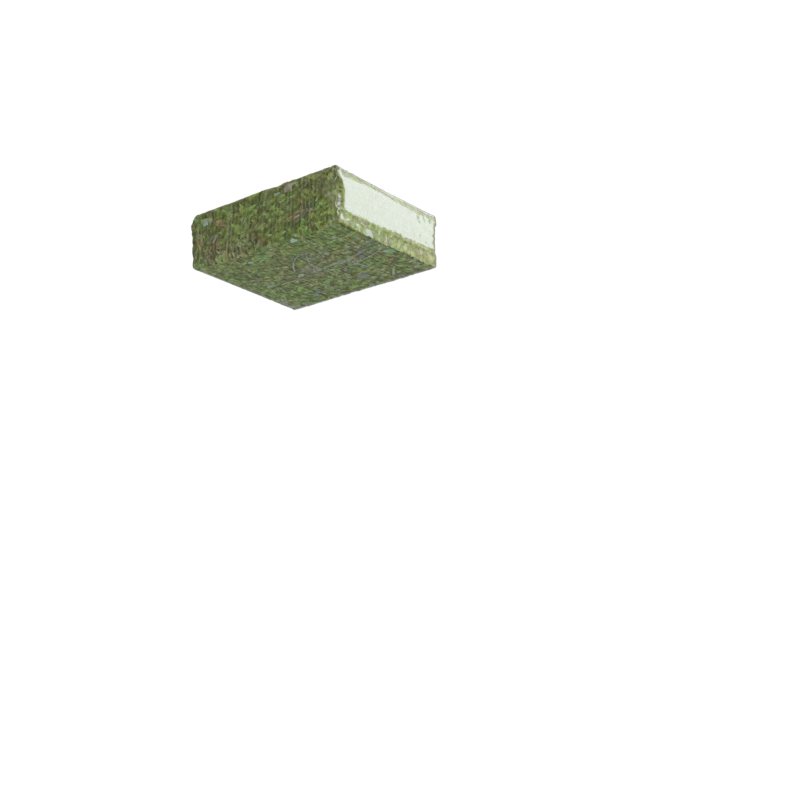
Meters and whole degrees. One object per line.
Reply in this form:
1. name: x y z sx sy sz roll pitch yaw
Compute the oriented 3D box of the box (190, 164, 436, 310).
1. box: -0.040 -0.072 0.508 0.091 0.032 0.069 -12 -20 37
